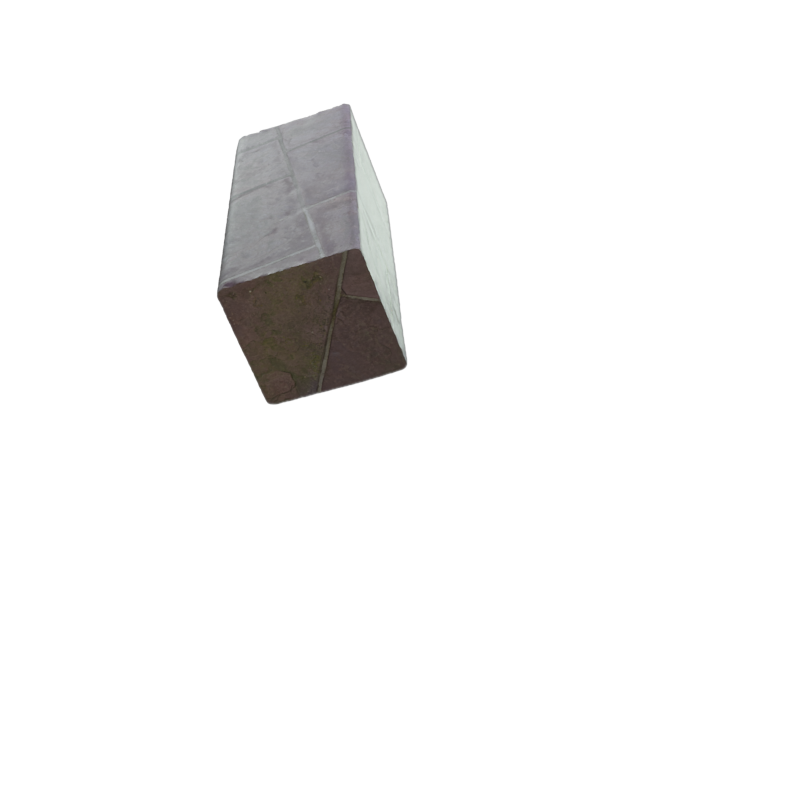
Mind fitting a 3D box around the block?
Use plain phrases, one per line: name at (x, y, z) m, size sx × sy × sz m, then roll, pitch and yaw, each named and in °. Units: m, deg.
block at (-0.058, -0.104, 0.728) m, size 0.090 × 0.084 × 0.220 m, roll -17°, pitch 35°, yaw 8°
